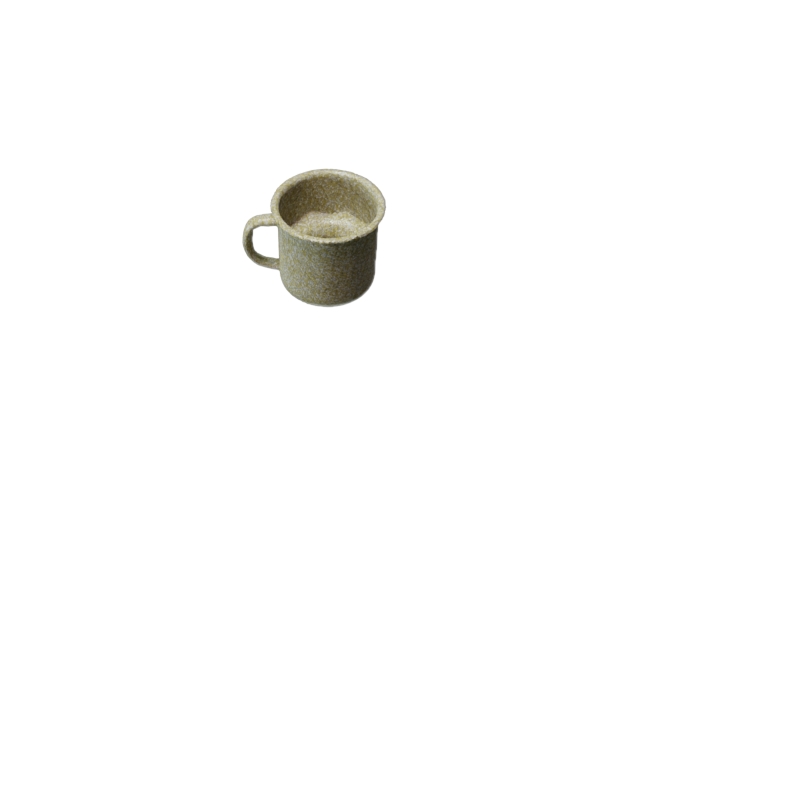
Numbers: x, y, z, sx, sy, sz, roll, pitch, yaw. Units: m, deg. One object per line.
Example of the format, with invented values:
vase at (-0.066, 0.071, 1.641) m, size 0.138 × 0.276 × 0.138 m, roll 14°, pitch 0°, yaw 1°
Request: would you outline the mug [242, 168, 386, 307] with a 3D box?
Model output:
mug at (-0.072, -0.131, 0.918) m, size 0.116 × 0.100 × 0.076 m, roll -3°, pitch -44°, yaw -5°
